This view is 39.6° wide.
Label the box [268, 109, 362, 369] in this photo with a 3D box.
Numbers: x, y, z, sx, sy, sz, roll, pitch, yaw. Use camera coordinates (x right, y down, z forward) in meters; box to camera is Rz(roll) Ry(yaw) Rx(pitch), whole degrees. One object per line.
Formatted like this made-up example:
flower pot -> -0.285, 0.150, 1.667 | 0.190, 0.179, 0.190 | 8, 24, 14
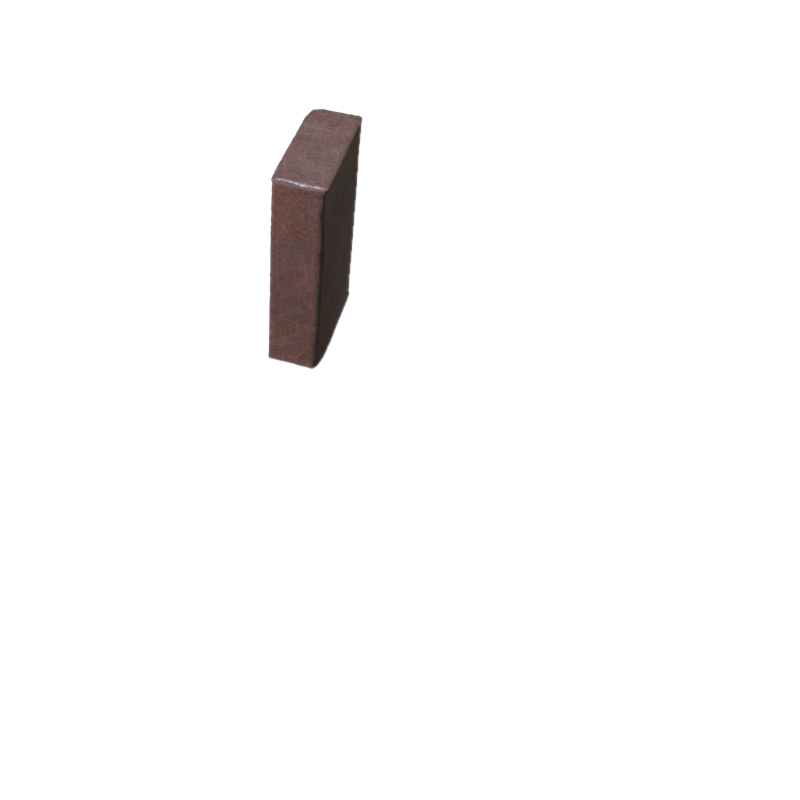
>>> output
box -> -0.064, -0.116, 0.814 | 0.049, 0.164, 0.098 | 12, 45, 8
